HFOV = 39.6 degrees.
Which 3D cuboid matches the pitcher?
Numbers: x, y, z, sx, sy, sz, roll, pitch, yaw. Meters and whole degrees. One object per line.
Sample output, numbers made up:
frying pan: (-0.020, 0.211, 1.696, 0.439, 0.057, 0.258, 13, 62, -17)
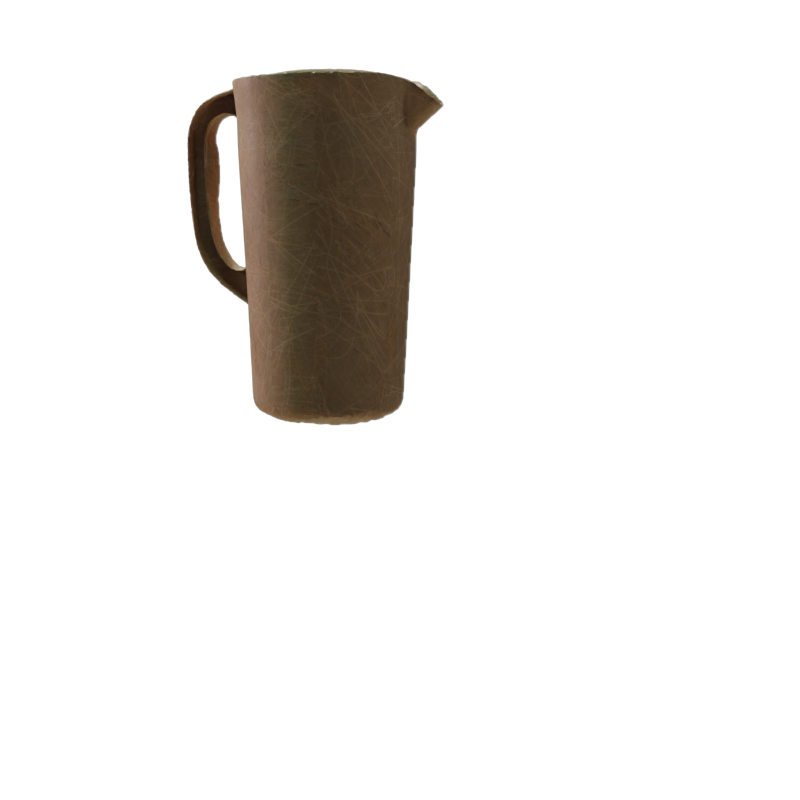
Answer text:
pitcher: (-0.062, -0.113, 0.790, 0.141, 0.240, 0.156, -3, 7, -28)
